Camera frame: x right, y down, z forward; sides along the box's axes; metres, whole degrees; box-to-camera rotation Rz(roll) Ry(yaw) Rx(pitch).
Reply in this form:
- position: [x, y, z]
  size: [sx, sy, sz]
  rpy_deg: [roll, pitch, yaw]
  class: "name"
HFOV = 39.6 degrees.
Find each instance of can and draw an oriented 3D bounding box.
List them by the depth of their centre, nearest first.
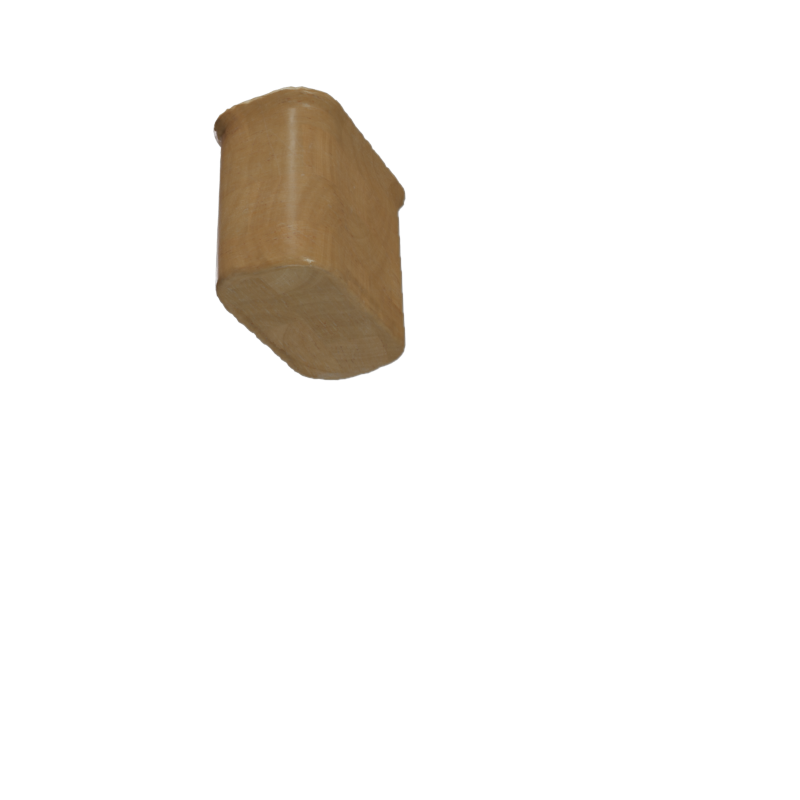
- position: [-0.037, -0.067, 0.468]
  size: [0.058, 0.089, 0.094]
  rpy_deg: [-15, -32, 21]
  class: "can"
